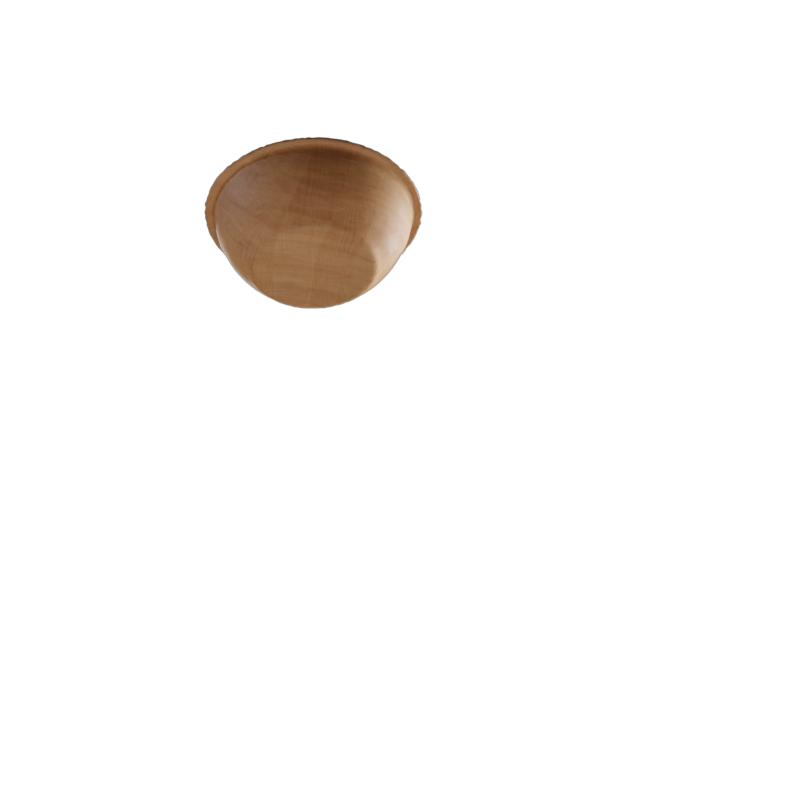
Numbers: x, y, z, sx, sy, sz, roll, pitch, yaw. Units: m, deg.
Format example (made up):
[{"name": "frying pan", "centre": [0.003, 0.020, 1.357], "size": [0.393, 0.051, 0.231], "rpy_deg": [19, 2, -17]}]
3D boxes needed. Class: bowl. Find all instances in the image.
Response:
[{"name": "bowl", "centre": [-0.063, -0.116, 0.810], "size": [0.162, 0.059, 0.151], "rpy_deg": [1, -37, -2]}]
